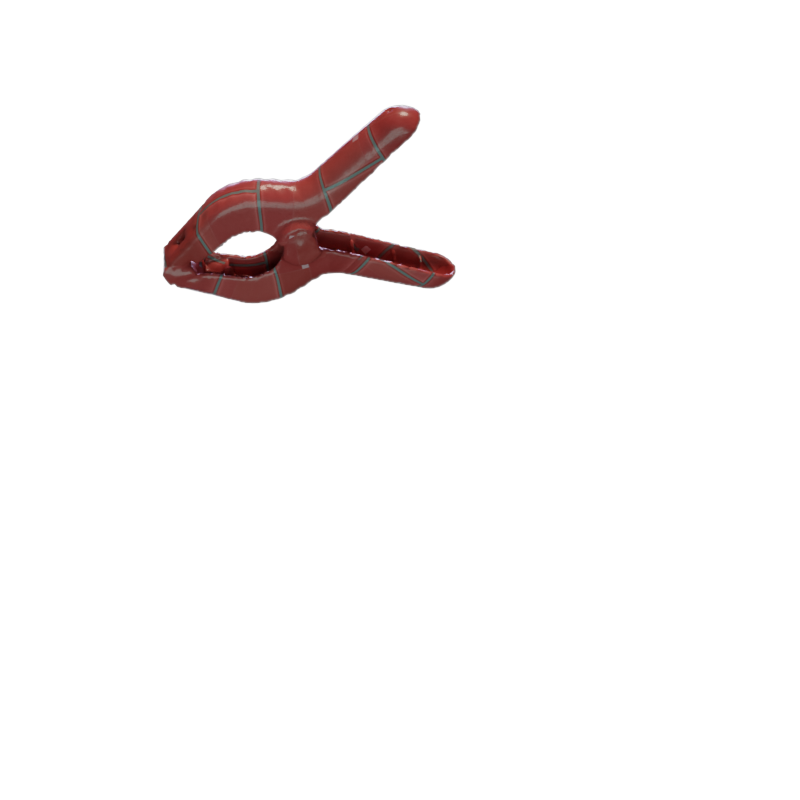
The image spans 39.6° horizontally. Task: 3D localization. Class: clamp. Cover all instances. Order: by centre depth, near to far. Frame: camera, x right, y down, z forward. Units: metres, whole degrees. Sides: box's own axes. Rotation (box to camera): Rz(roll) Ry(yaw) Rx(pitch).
[{"bbox_3d":[-0.051,-0.093,0.649,0.172,0.112,0.042,-19,28,11],"label":"clamp"}]
